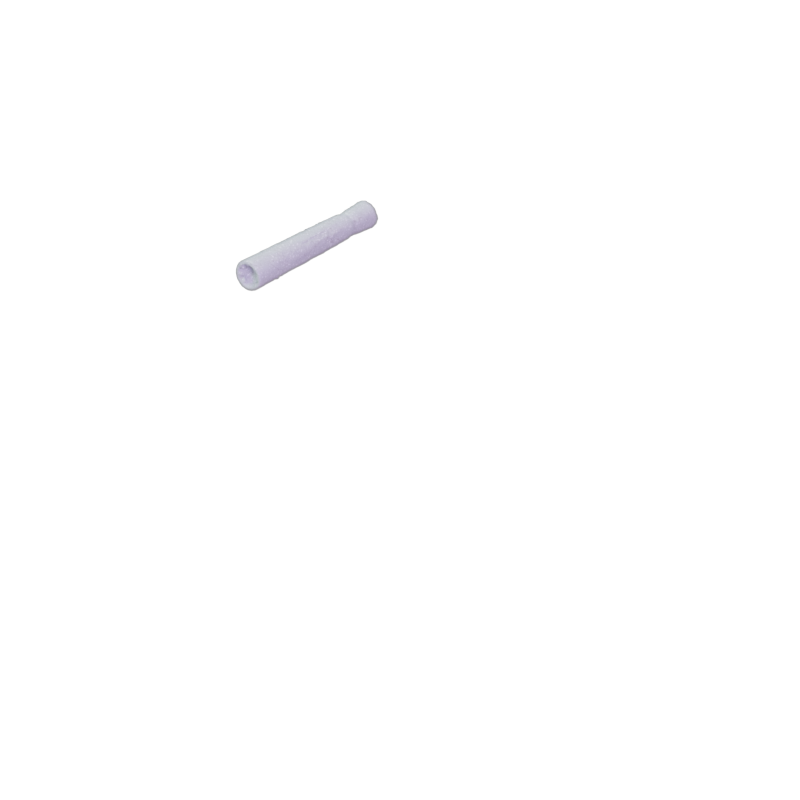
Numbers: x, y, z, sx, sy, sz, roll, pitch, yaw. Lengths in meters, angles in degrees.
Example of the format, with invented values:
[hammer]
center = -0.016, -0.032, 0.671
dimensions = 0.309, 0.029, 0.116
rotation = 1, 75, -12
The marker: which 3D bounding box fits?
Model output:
[marker]
center = -0.052, -0.096, 0.669
dimensions = 0.021, 0.019, 0.121
rotation = 3, 26, 37
